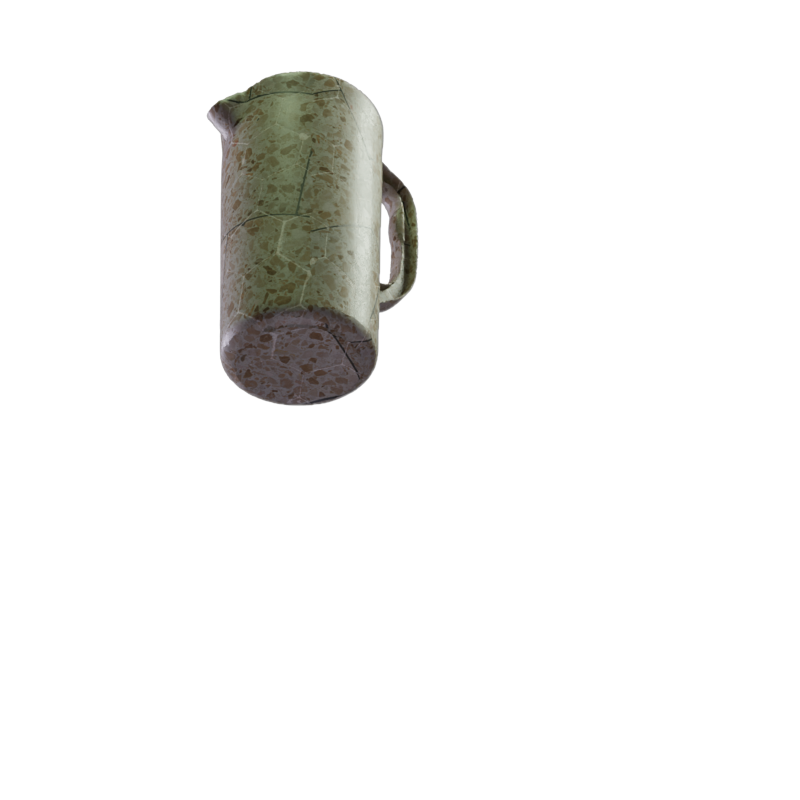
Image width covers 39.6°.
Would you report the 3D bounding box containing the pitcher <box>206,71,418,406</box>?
[{"bbox_3d":[-0.065,-0.119,0.831,0.150,0.261,0.134,-8,-39,6],"label":"pitcher"}]
